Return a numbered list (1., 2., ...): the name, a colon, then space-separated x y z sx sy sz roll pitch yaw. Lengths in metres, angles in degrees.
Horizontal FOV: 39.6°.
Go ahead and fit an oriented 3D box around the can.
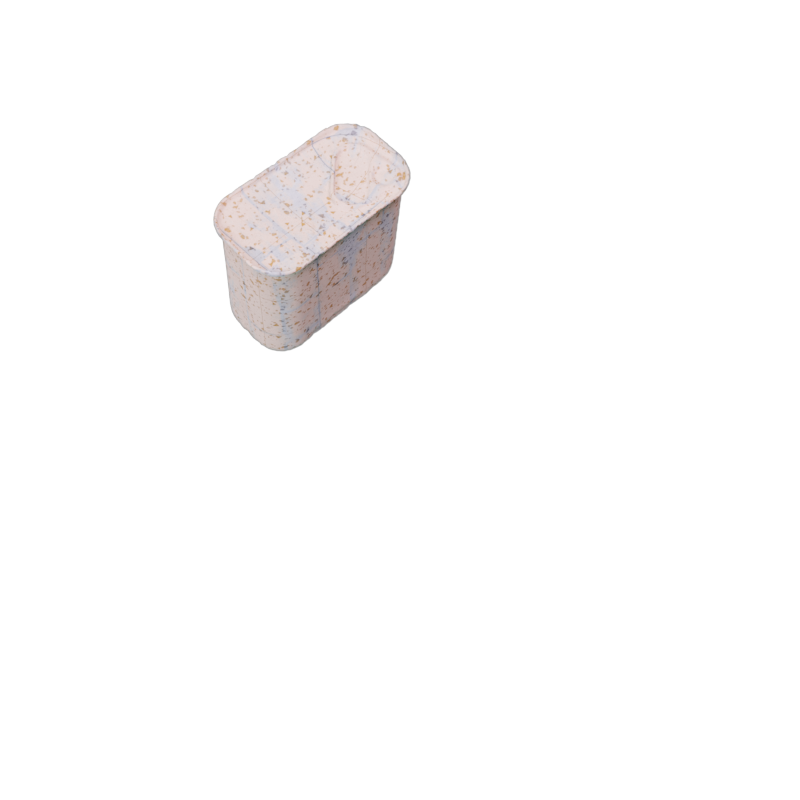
1. can: -0.046 -0.084 0.587 0.103 0.061 0.079 -39 -21 -22
